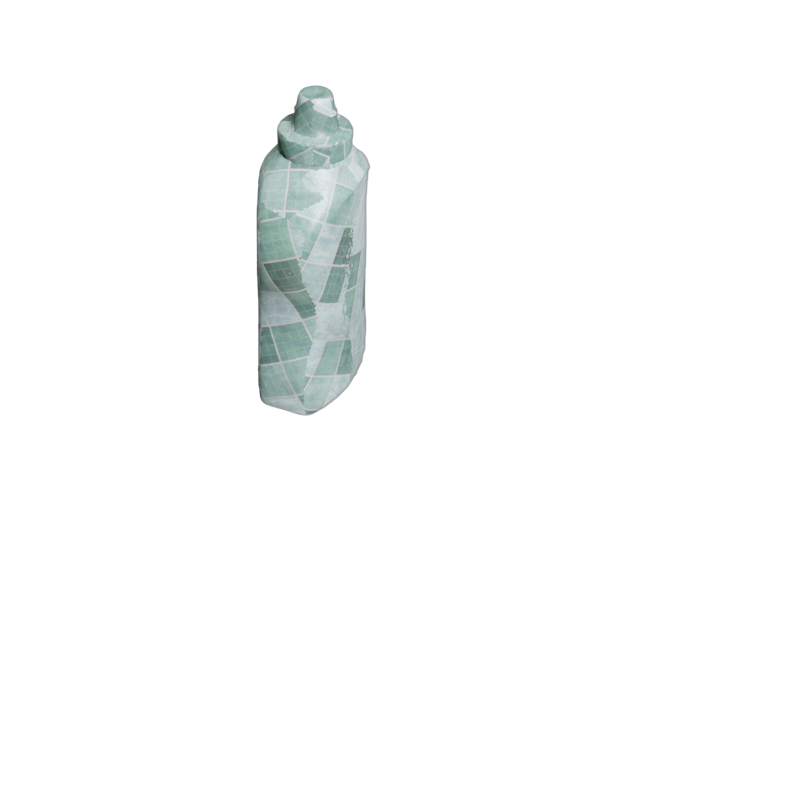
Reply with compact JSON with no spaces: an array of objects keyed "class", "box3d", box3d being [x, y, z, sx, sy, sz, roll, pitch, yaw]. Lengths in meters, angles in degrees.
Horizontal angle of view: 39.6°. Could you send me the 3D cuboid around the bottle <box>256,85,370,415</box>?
[{"class":"bottle","box3d":[-0.049,-0.091,0.635,0.060,0.179,0.099,15,40,15]}]
